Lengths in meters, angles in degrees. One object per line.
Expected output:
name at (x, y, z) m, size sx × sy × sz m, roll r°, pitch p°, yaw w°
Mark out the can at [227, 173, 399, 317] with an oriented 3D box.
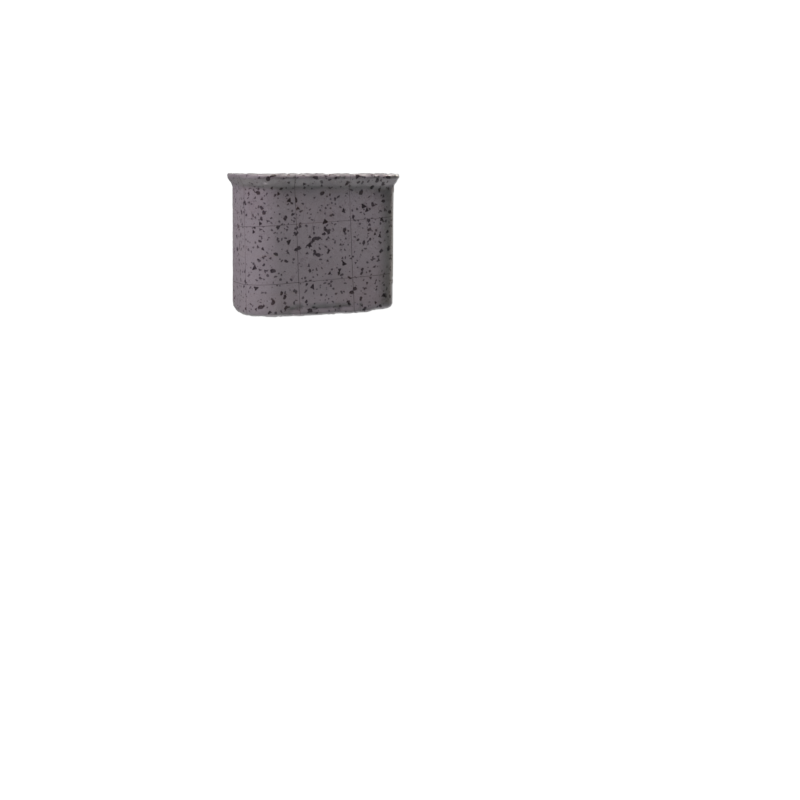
can at (-0.053, -0.097, 0.676) m, size 0.099 × 0.083 × 0.060 m, roll -3°, pitch 8°, yaw -21°
